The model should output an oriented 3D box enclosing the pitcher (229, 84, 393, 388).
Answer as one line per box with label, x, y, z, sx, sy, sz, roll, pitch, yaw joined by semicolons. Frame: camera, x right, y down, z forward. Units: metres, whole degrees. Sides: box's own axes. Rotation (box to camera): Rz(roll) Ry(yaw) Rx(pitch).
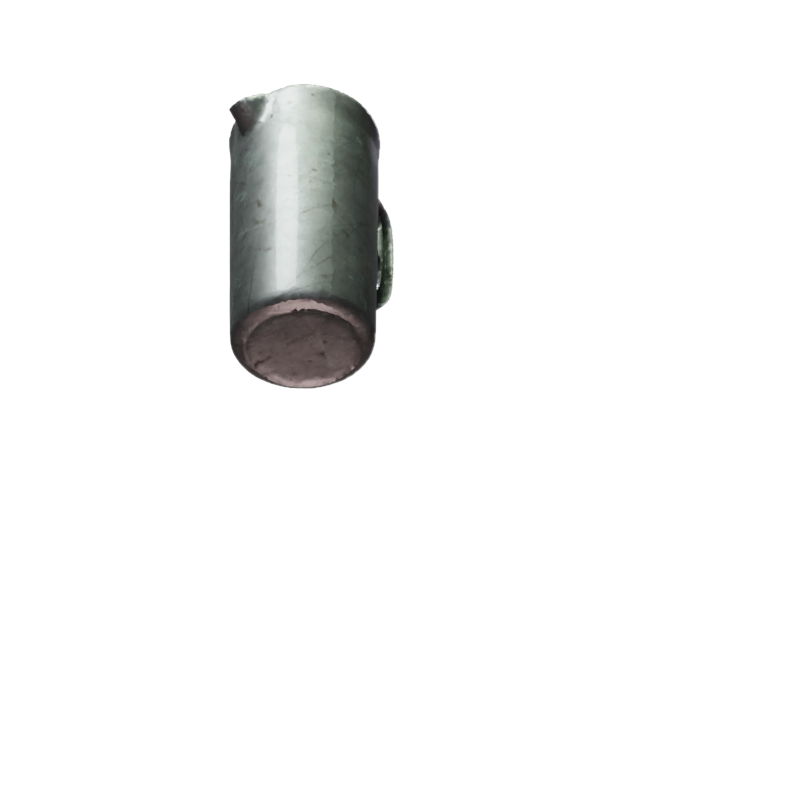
pitcher;-0.071;-0.129;0.902;0.148;0.261;0.135;1;-41;-5
